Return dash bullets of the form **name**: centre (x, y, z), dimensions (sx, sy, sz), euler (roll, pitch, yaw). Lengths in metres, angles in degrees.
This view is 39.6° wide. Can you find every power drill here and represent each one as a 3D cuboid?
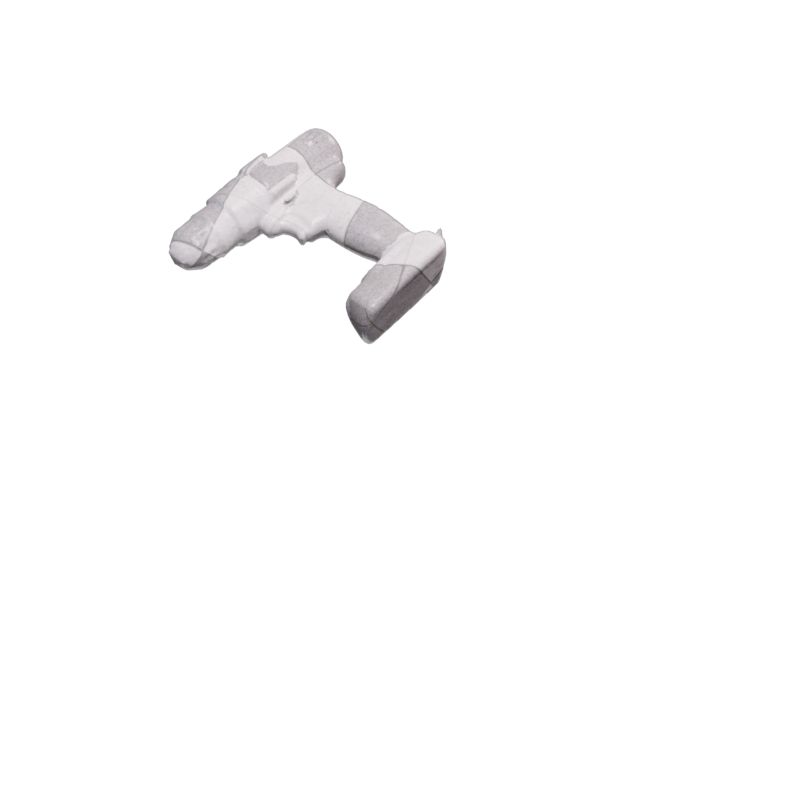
- **power drill**: centre (-0.072, -0.131, 0.915), dimensions (0.198, 0.187, 0.054), euler (37, -26, 22)
